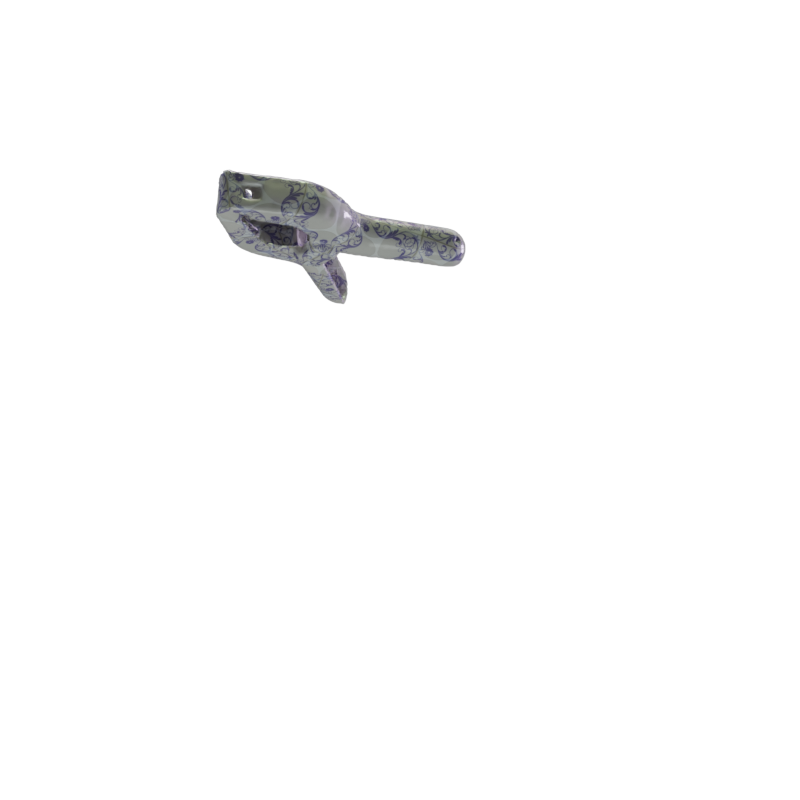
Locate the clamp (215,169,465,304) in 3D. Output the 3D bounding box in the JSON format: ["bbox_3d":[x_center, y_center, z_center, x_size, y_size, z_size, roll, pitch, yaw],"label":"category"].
[{"bbox_3d":[-0.057,-0.103,0.722,0.162,0.042,0.119,18,-31,-33],"label":"clamp"}]
